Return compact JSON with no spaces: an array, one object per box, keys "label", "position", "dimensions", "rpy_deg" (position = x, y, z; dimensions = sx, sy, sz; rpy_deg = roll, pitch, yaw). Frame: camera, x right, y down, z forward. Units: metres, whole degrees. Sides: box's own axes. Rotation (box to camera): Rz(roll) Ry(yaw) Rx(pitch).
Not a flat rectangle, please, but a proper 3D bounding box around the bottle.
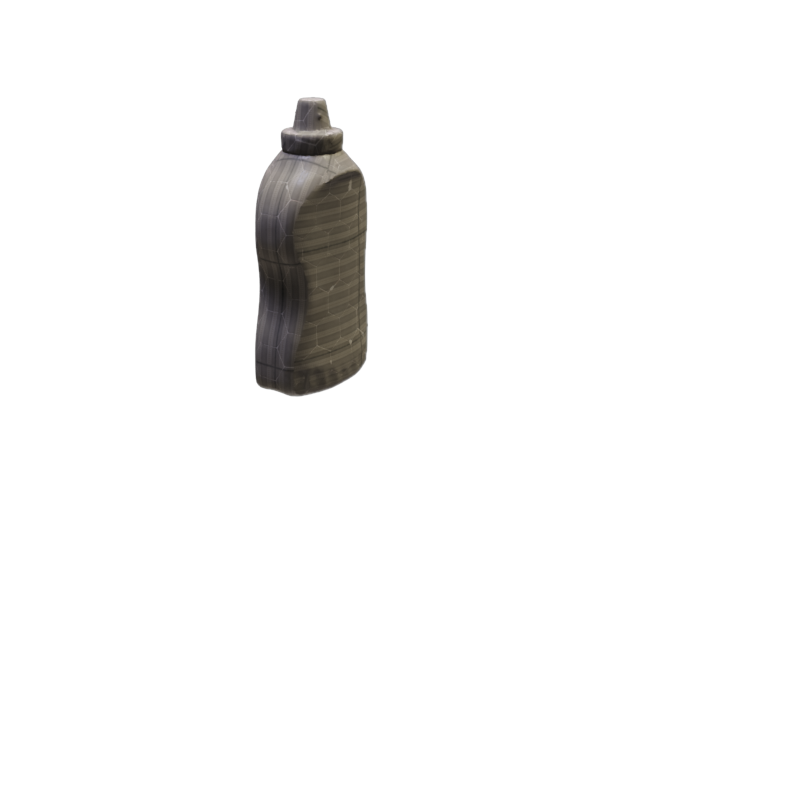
[{"label":"bottle","position":[-0.059,-0.106,0.743],"dimensions":[0.061,0.185,0.095],"rpy_deg":[12,20,32]}]
